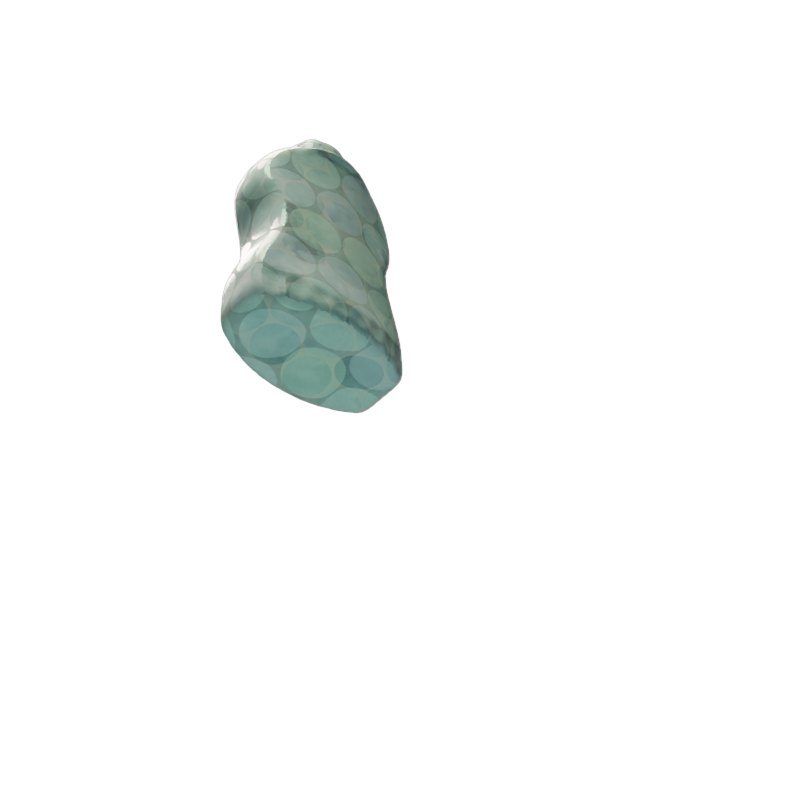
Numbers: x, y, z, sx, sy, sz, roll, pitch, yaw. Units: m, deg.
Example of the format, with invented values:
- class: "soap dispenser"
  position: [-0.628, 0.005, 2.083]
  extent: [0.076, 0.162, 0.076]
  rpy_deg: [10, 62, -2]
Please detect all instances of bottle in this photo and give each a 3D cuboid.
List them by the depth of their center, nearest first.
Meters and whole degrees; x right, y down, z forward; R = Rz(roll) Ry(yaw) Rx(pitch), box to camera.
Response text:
- class: "bottle"
  position: [-0.048, -0.087, 0.613]
  extent: [0.091, 0.206, 0.057]
  rpy_deg: [29, -56, -26]
